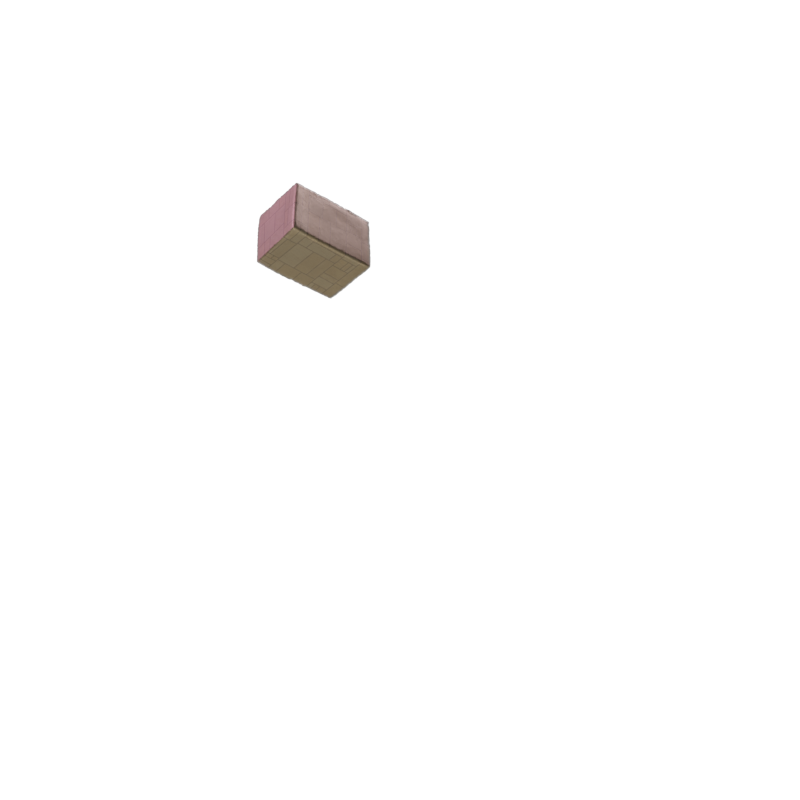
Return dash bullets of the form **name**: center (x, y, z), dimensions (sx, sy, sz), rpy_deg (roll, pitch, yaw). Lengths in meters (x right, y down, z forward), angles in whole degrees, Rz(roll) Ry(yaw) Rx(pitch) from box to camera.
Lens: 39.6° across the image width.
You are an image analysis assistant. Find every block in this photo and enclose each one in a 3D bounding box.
- **block**: center (-0.070, -0.127, 0.892), dimensions (0.074, 0.055, 0.052), rpy_deg (26, -46, -30)
